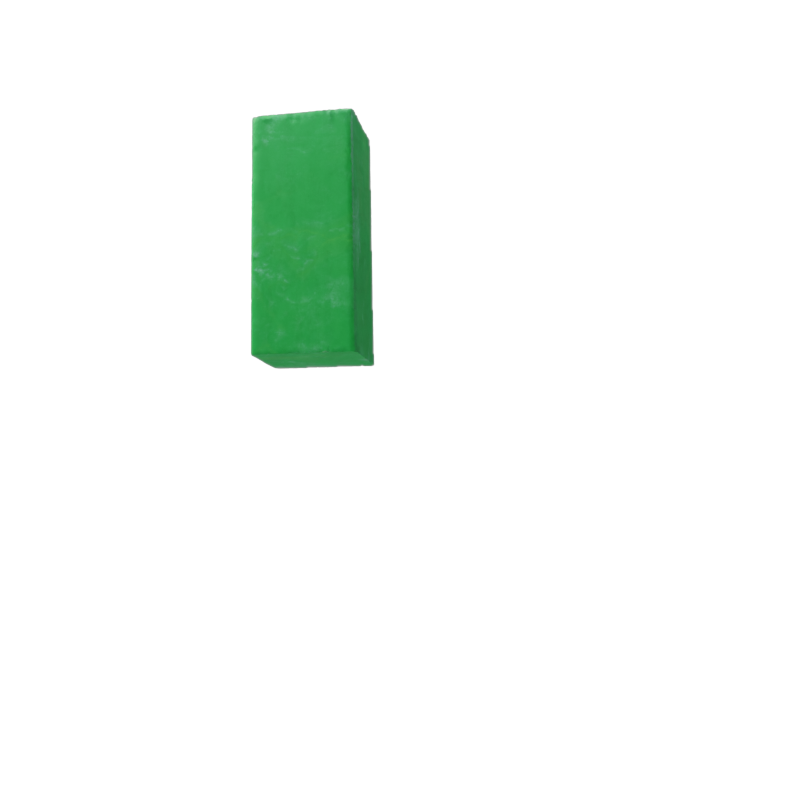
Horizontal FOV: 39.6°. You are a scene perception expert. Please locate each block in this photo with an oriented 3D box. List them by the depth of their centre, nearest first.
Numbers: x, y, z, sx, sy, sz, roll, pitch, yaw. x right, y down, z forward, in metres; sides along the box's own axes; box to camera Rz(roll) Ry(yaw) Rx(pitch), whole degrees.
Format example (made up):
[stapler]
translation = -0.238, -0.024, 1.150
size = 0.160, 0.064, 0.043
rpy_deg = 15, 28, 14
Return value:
[block]
translation = -0.075, -0.137, 0.956
size = 0.092, 0.213, 0.086
rpy_deg = -3, -13, 10
